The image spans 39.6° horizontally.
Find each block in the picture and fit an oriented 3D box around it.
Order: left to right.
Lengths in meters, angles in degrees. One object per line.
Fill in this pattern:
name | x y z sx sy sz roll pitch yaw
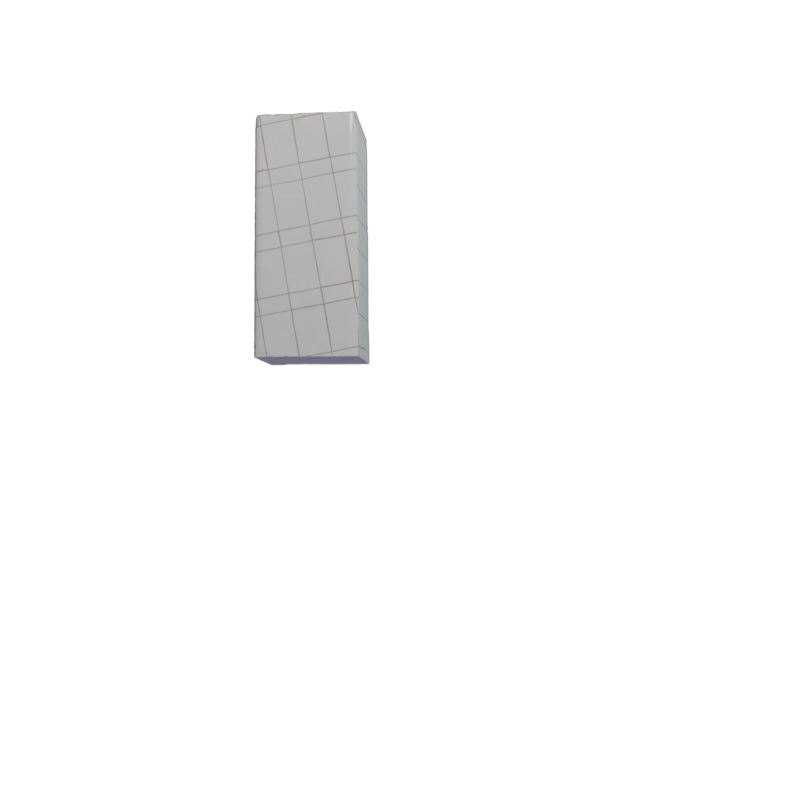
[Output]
block | -0.076 -0.137 0.961 0.091 0.211 0.088 -2 -9 5
